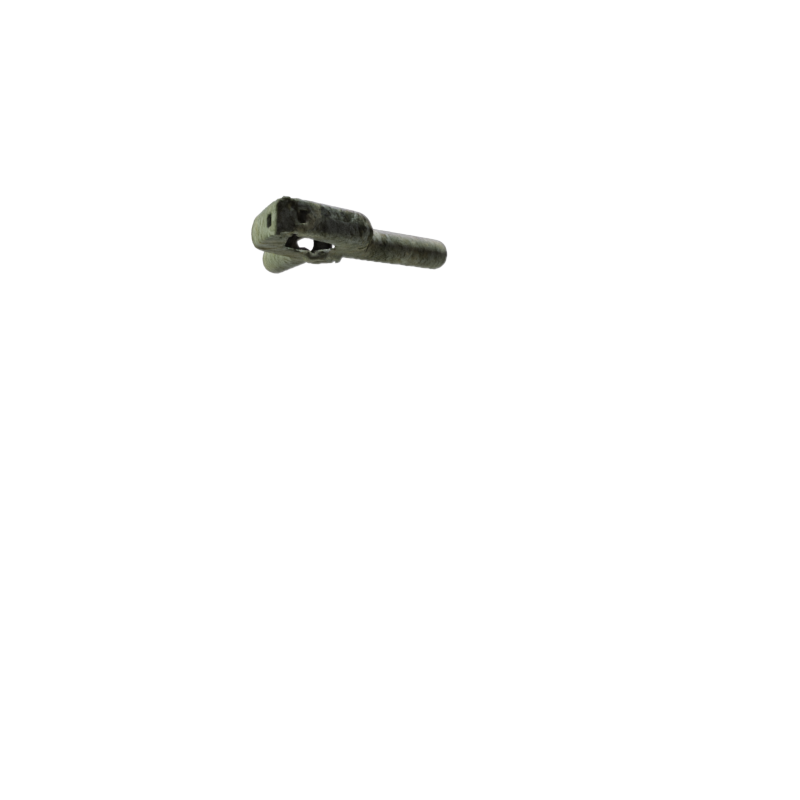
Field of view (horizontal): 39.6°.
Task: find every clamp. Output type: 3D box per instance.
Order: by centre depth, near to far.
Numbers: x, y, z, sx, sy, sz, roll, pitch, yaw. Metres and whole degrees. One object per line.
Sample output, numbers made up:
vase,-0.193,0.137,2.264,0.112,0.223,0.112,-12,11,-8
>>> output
clamp,-0.070,-0.127,0.892,0.169,0.037,0.201,-1,-3,22
